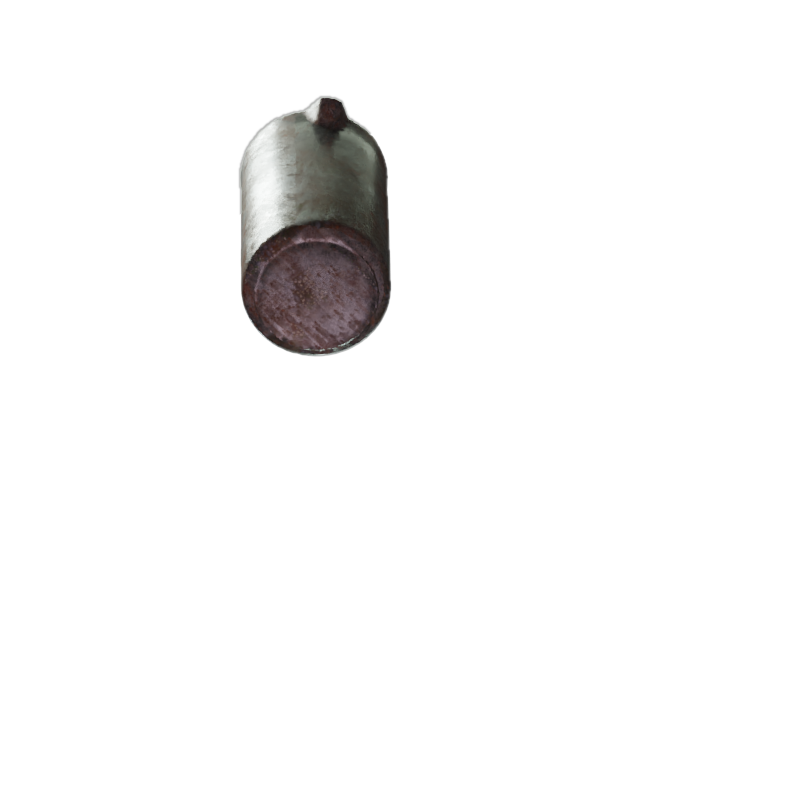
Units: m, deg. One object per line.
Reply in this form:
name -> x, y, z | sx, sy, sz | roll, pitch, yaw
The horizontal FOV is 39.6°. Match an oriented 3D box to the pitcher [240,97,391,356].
pitcher -> -0.070, -0.128, 0.899 | 0.145, 0.141, 0.258 | -30, 27, 13
